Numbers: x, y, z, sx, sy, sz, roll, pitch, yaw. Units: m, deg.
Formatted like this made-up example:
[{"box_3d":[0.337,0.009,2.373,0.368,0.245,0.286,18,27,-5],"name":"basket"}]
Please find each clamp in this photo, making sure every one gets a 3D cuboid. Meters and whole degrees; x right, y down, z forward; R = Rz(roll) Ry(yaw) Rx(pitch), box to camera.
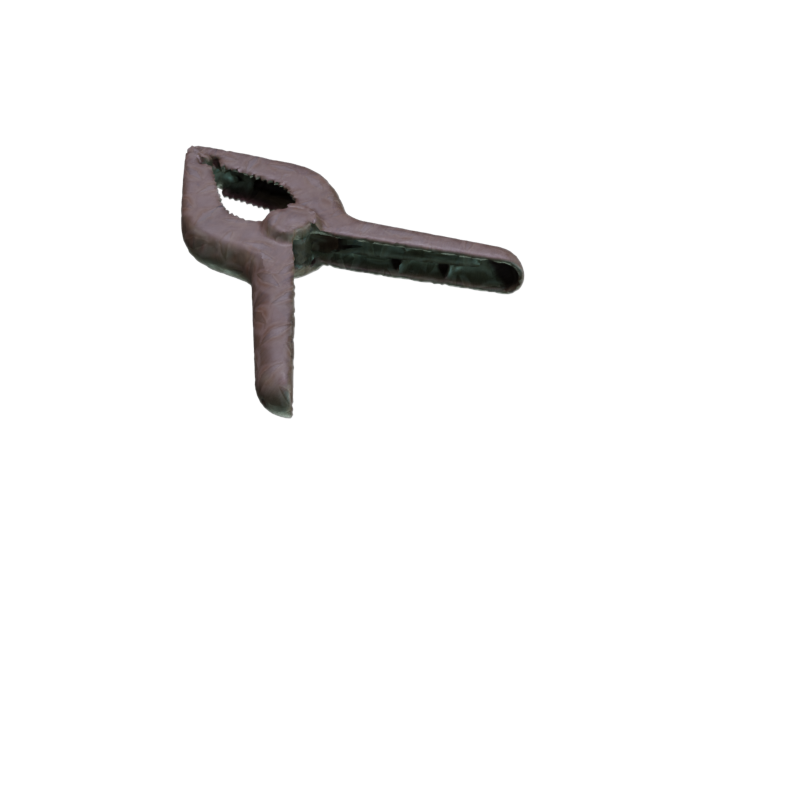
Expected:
[{"box_3d":[-0.048,-0.088,0.613,0.163,0.034,0.227,-22,46,-23],"name":"clamp"}]
